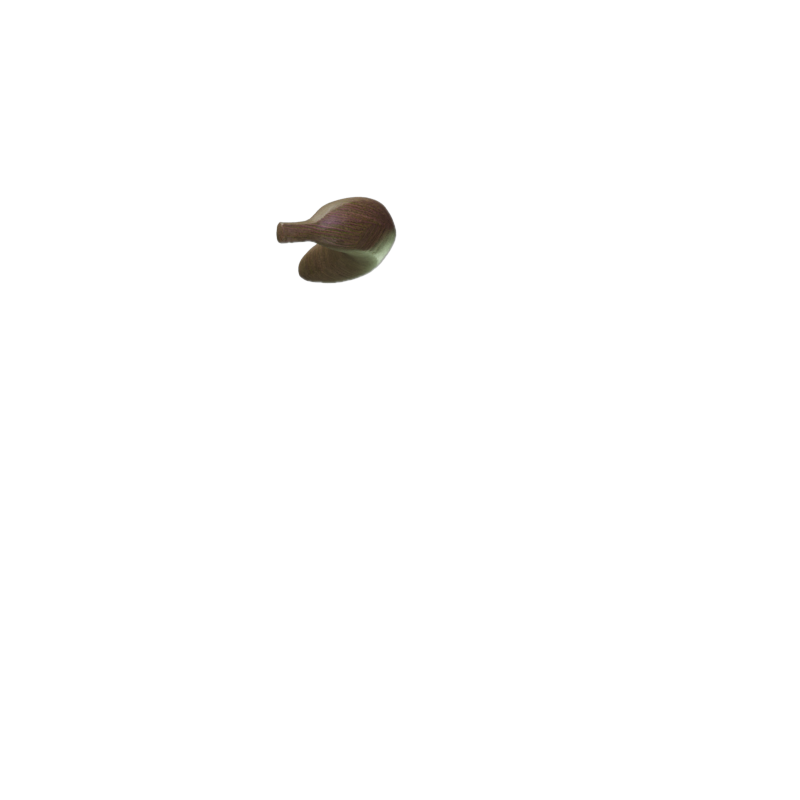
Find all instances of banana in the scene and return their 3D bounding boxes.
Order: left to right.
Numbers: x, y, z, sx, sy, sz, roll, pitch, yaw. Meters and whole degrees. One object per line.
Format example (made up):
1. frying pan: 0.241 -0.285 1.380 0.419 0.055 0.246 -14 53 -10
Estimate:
1. banana: -0.038 -0.103 0.714 0.070 0.037 0.194 0 -2 0
